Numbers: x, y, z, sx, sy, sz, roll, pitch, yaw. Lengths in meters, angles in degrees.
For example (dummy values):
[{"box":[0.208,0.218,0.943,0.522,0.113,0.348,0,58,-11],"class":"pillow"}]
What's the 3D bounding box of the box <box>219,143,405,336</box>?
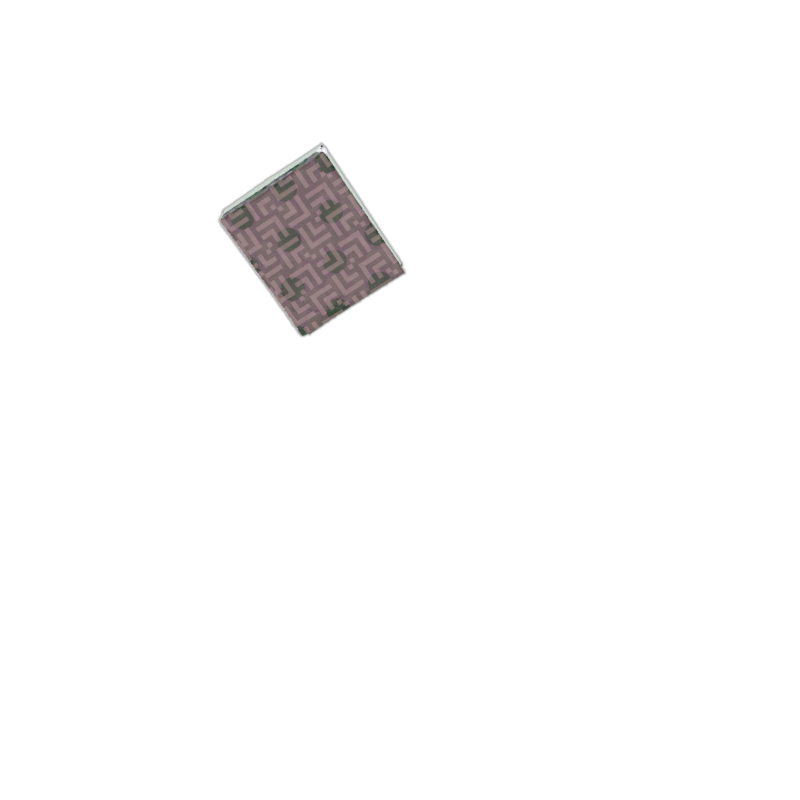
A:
[{"box":[-0.051,-0.093,0.650,0.073,0.086,0.031,-33,13,8],"class":"box"}]
